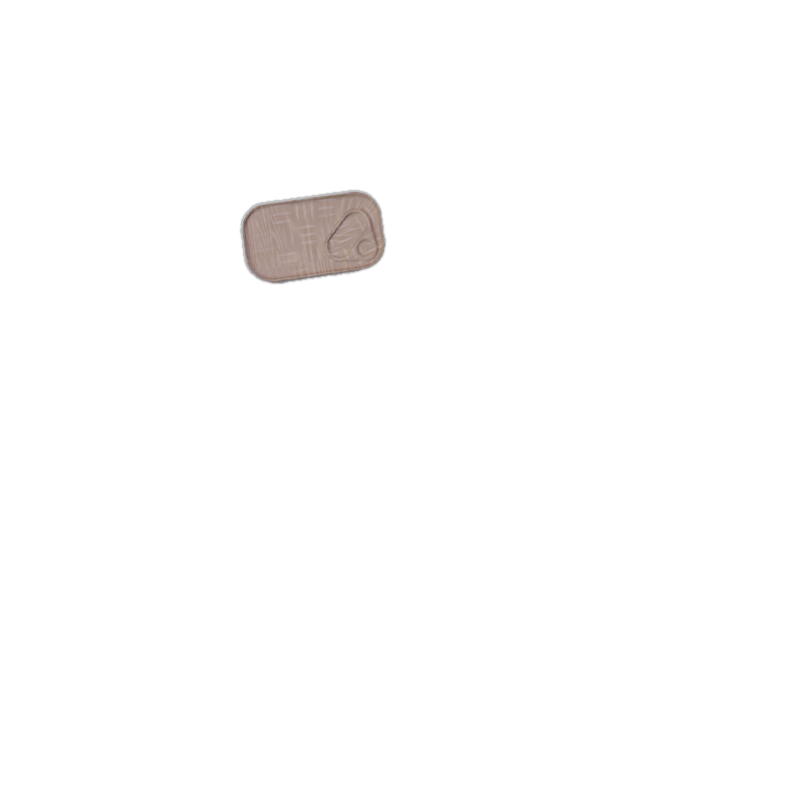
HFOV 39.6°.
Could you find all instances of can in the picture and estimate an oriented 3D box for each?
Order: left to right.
[{"bbox_3d":[-0.066,-0.120,0.839,0.102,0.058,0.083,-8,0,-2],"label":"can"}]
